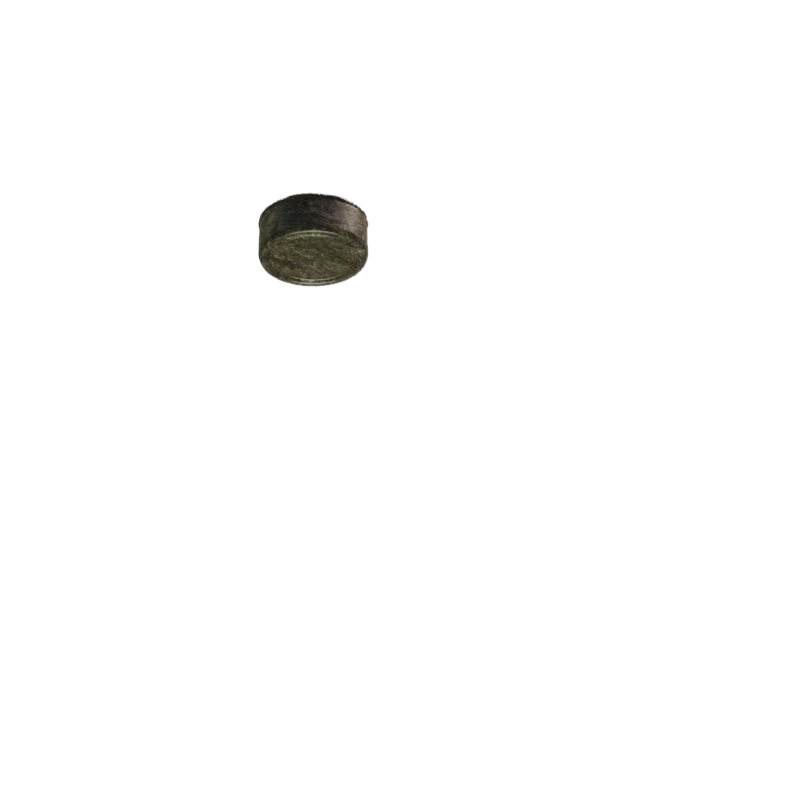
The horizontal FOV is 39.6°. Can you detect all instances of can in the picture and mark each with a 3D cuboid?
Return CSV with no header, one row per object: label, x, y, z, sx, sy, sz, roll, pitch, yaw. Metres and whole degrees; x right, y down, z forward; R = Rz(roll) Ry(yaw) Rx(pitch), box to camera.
can,-0.067,-0.122,0.857,0.086,0.036,0.081,1,-27,-2
